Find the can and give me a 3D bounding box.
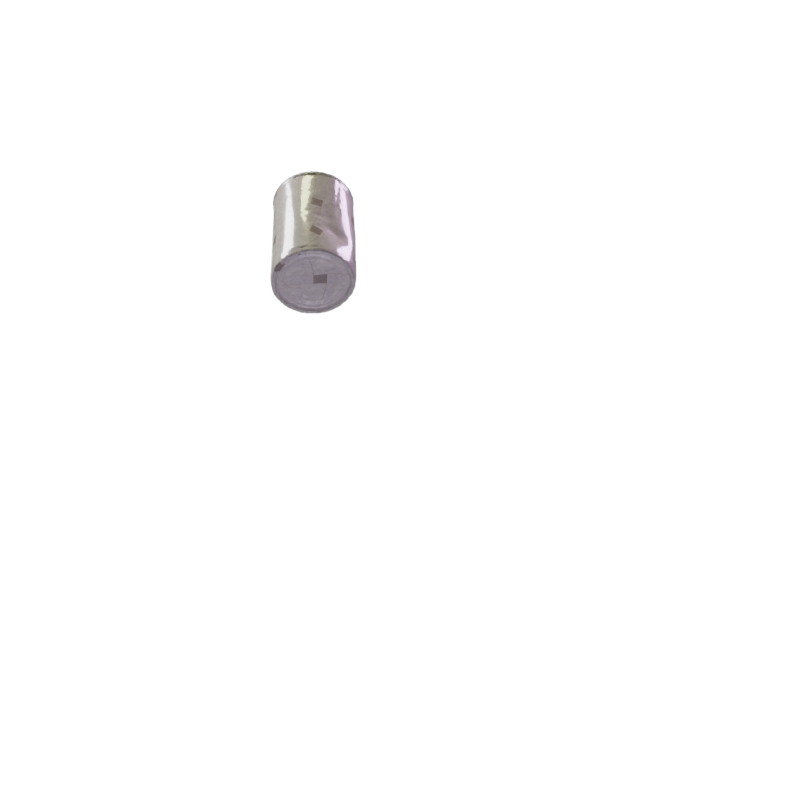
[{"bbox_3d":[-0.070,-0.128,0.894,0.068,0.064,0.110,-1,43,-3],"label":"can"}]
